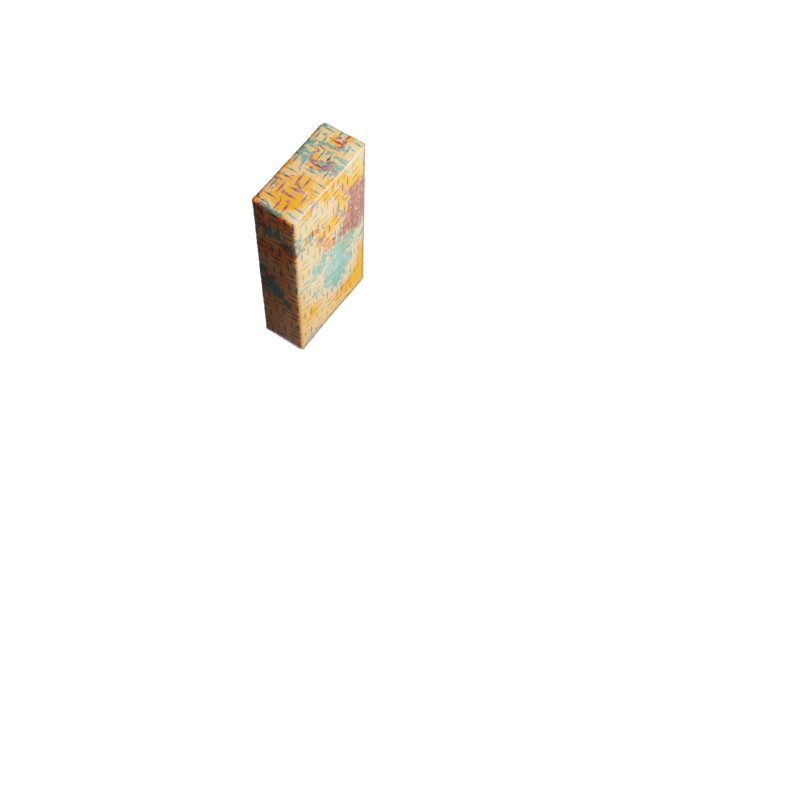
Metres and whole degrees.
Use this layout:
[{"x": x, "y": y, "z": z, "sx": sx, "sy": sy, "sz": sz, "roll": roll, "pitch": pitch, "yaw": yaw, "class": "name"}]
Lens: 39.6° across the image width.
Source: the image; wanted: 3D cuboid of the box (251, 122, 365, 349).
[{"x": -0.068, "y": -0.124, "z": 0.869, "sx": 0.050, "sy": 0.096, "sz": 0.166, "roll": 31, "pitch": -26, "yaw": 12, "class": "box"}]
